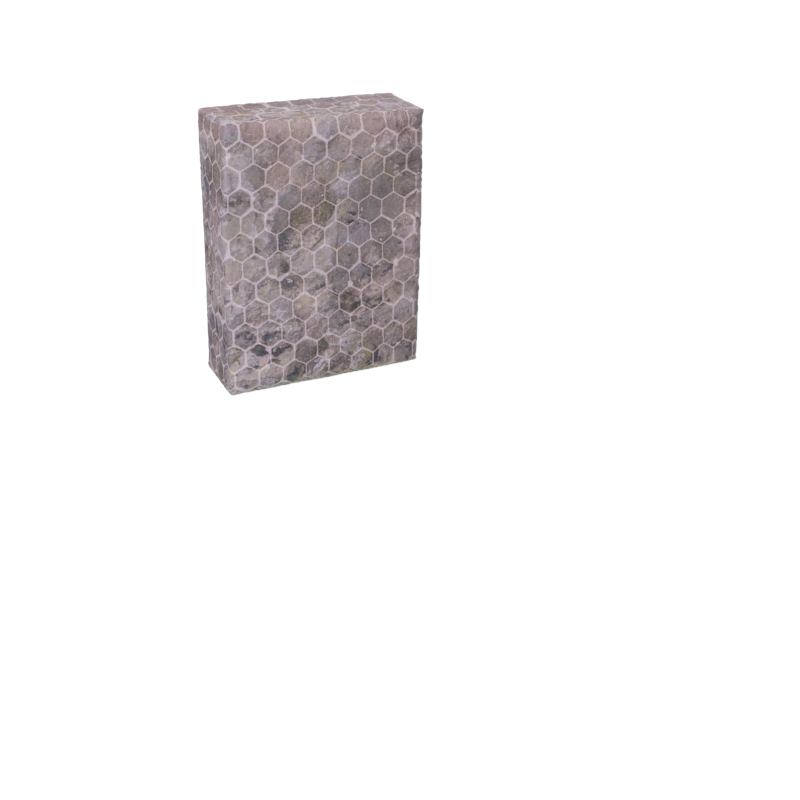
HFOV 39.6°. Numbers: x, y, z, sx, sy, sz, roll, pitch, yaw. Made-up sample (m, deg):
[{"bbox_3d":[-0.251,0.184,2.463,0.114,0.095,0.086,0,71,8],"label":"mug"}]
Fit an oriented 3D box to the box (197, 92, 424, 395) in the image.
[{"bbox_3d":[-0.068,-0.124,0.866,0.161,0.204,0.077,-9,23,-22],"label":"box"}]
